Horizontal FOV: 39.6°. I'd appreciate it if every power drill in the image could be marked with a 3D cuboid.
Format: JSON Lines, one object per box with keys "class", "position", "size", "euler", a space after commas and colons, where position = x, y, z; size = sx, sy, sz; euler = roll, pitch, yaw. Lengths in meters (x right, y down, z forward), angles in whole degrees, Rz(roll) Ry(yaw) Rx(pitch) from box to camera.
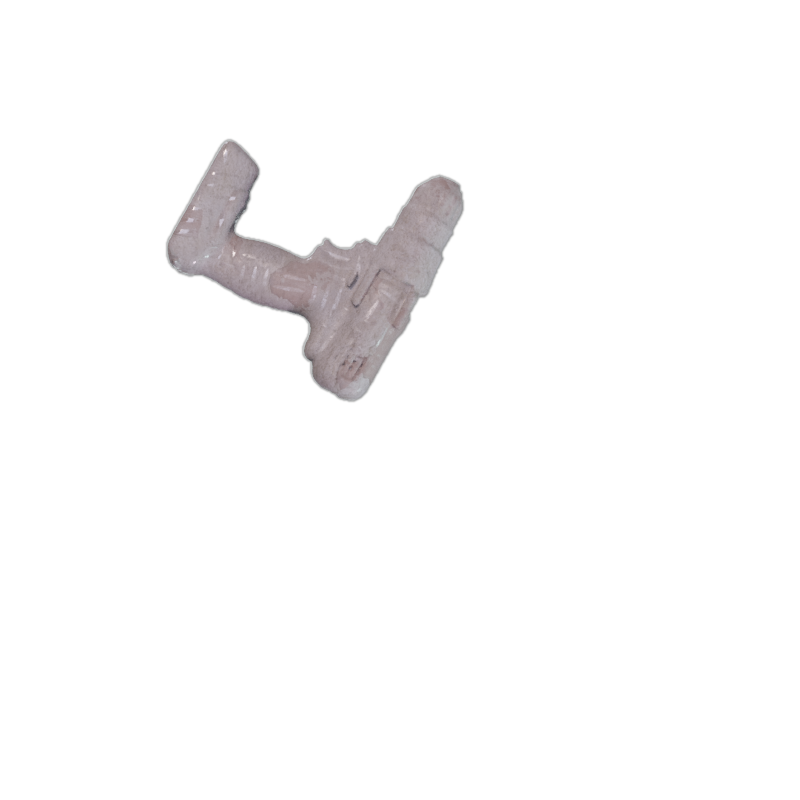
{"class": "power drill", "position": [-0.065, -0.119, 0.833], "size": [0.190, 0.187, 0.056], "euler": [28, -10, 5]}
